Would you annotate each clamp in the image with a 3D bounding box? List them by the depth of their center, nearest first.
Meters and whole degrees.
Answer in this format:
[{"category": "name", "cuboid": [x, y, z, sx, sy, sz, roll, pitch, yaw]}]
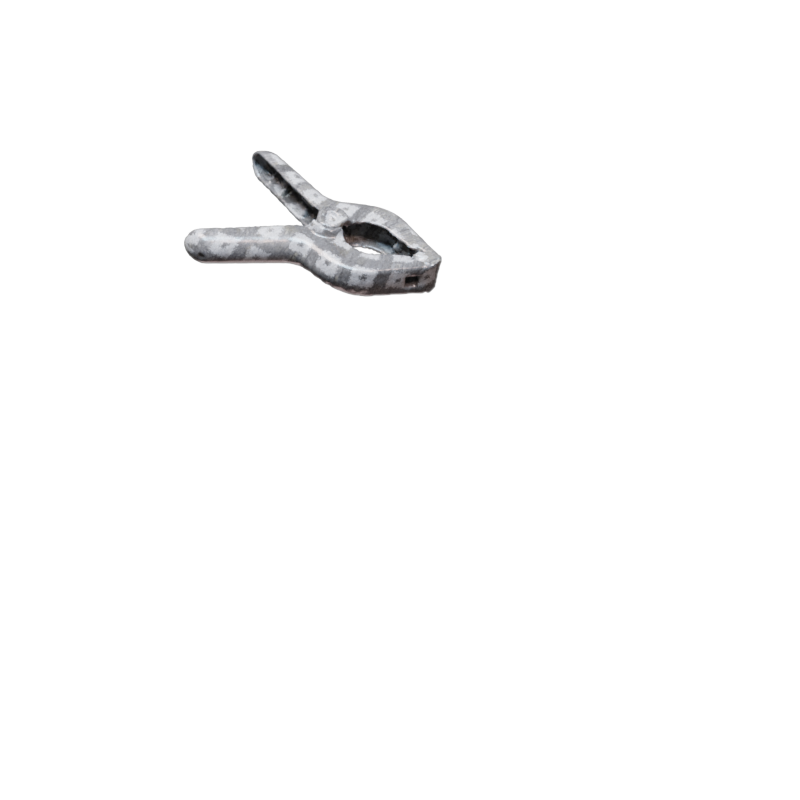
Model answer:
[{"category": "clamp", "cuboid": [-0.060, -0.110, 0.767, 0.179, 0.036, 0.123, 25, 54, 20]}]
